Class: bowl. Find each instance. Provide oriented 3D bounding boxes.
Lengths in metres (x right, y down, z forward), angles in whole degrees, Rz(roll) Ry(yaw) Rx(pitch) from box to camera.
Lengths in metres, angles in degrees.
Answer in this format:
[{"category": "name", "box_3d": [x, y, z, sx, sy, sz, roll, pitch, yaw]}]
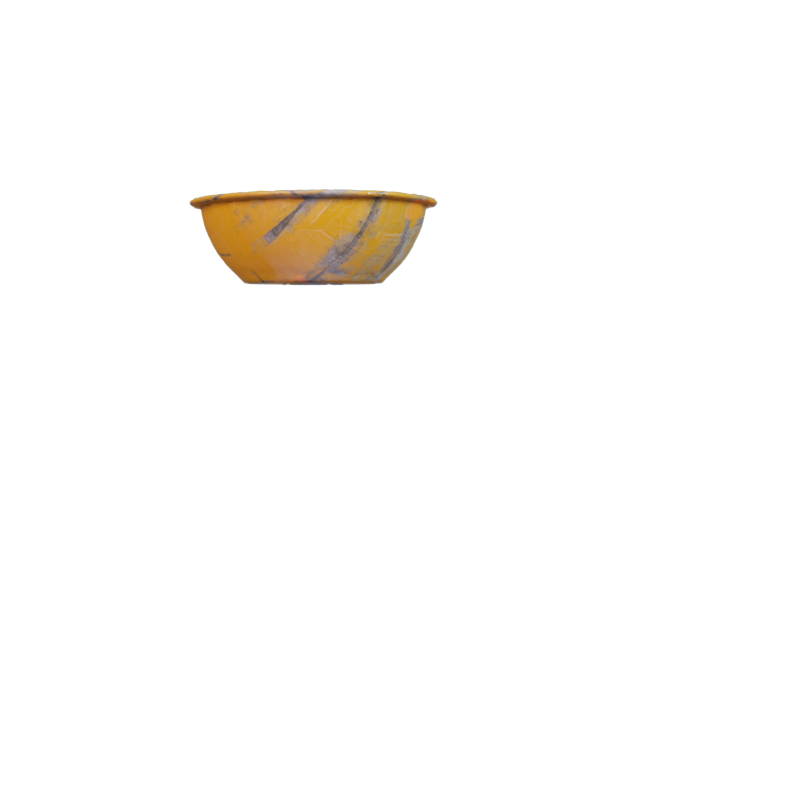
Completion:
[{"category": "bowl", "box_3d": [-0.057, -0.104, 0.726, 0.162, 0.055, 0.162, 0, 4, -2]}]
